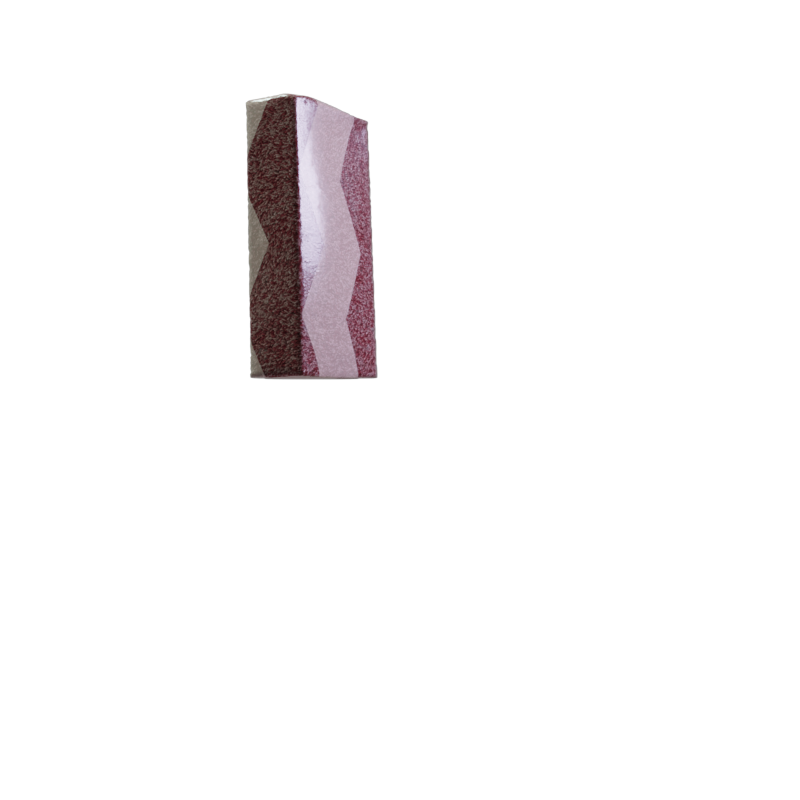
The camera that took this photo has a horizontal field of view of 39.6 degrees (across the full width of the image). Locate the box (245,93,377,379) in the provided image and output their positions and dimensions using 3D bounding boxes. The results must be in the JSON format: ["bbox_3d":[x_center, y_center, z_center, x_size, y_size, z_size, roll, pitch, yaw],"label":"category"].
[{"bbox_3d":[-0.056,-0.102,0.715,0.049,0.179,0.089,-5,-7,31],"label":"box"}]
